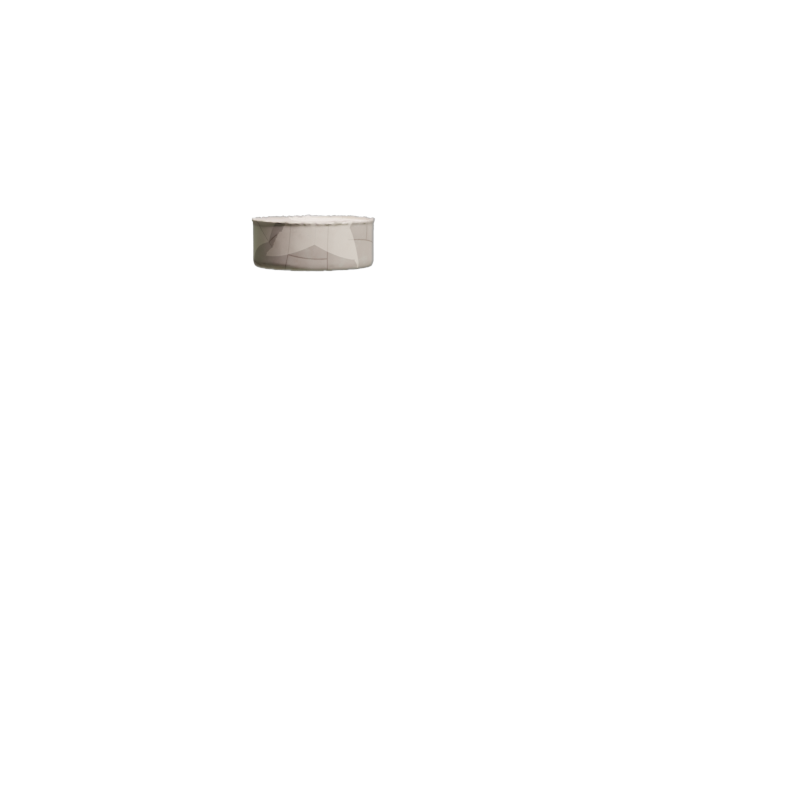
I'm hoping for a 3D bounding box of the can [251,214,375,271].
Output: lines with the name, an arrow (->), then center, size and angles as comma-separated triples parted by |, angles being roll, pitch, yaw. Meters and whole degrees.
can -> -0.060, -0.110, 0.772 | 0.086, 0.033, 0.088 | 0, 11, -2
